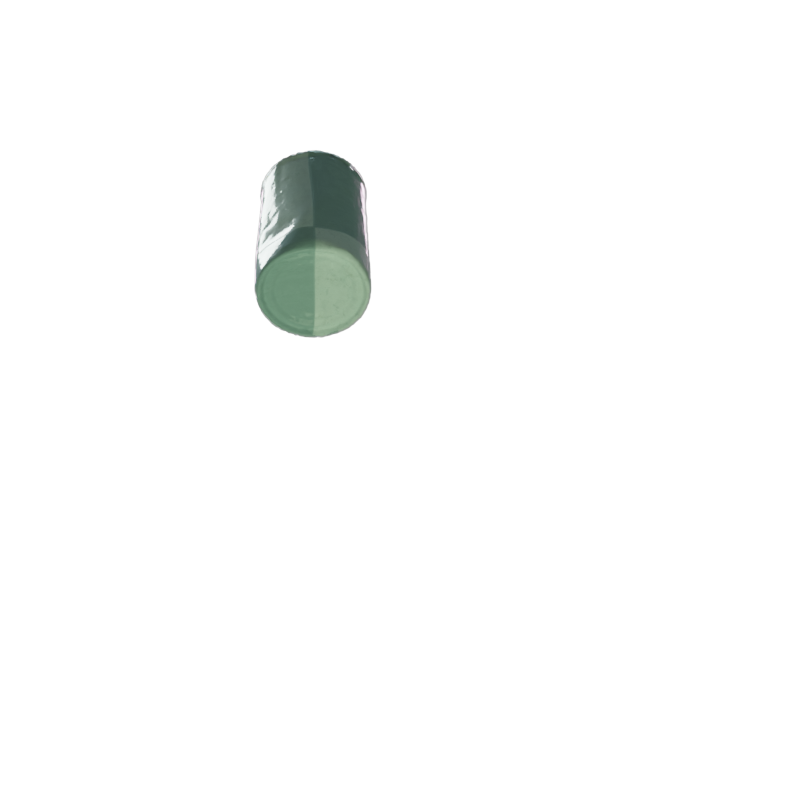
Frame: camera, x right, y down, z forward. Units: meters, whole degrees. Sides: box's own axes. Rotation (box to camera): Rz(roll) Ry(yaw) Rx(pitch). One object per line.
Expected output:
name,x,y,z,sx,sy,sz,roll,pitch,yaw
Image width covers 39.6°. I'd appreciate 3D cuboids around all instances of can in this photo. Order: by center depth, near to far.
can,-0.052,-0.095,0.666,0.068,0.064,0.110,-1,40,-3
